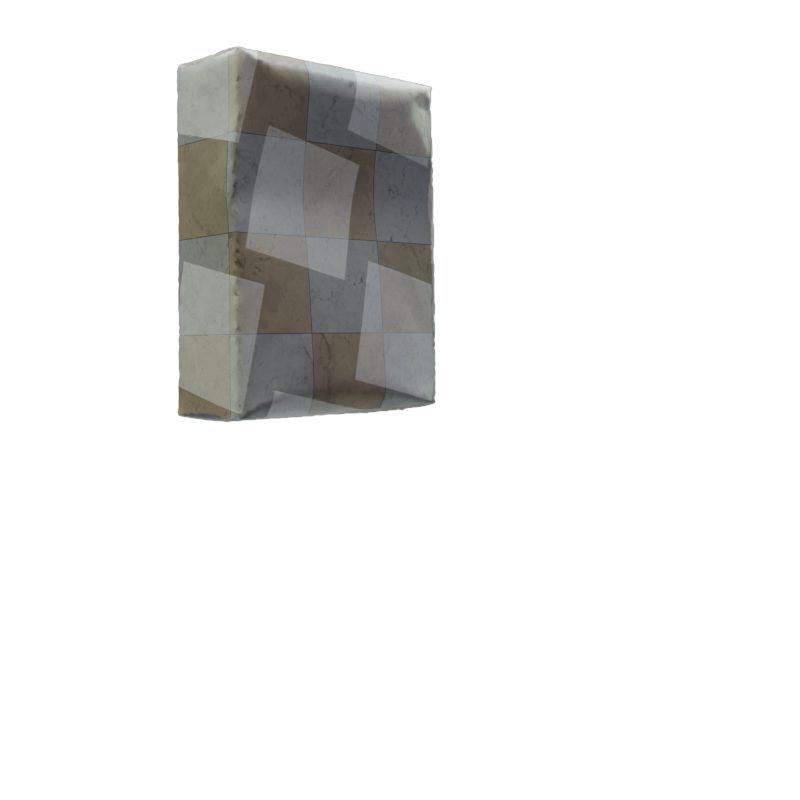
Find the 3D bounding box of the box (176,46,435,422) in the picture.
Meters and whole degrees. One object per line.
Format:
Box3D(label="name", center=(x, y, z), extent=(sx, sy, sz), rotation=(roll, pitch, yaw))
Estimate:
Box3D(label="box", center=(-0.054, -0.099, 0.690), extent=(0.157, 0.216, 0.074), rotation=(1, -4, -42))
